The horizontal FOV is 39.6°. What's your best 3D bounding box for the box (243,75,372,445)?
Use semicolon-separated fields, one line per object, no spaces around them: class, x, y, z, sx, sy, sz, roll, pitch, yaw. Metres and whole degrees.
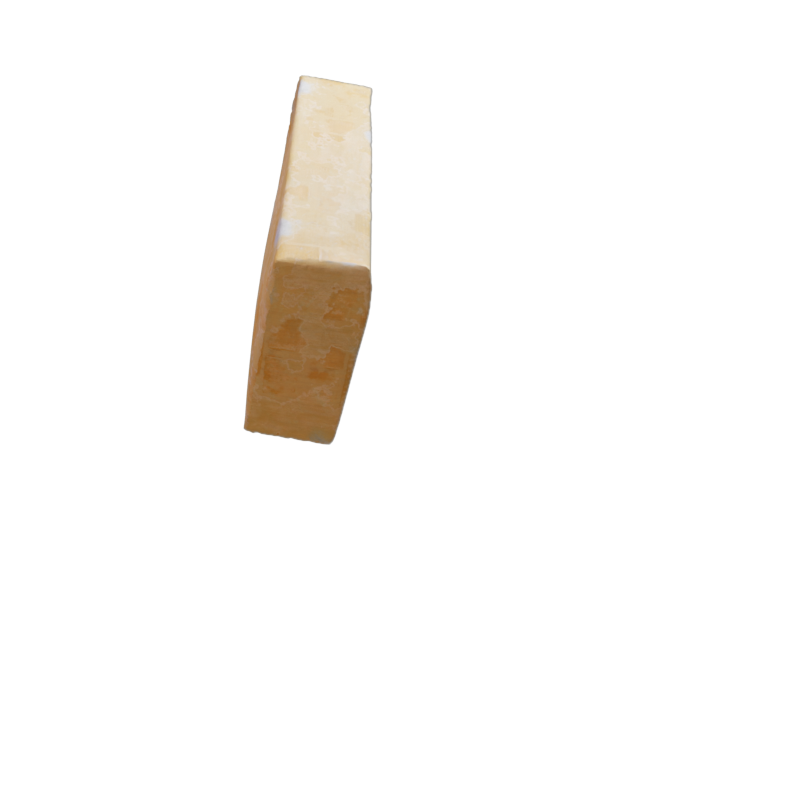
box;-0.041;-0.075;0.524;0.047;0.088;0.189;8;36;-10
